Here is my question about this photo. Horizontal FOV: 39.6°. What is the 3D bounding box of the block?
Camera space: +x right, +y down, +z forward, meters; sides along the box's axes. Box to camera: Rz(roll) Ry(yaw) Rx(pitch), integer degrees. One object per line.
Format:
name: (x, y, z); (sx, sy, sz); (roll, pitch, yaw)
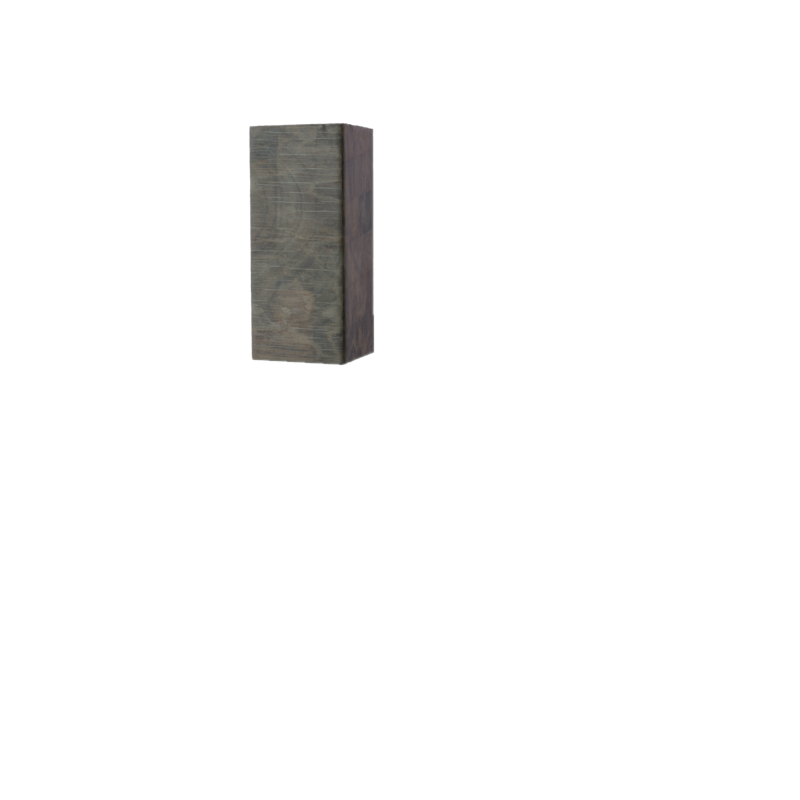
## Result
block: (-0.078, -0.142, 0.996); (0.093, 0.205, 0.089); (1, 4, 19)
